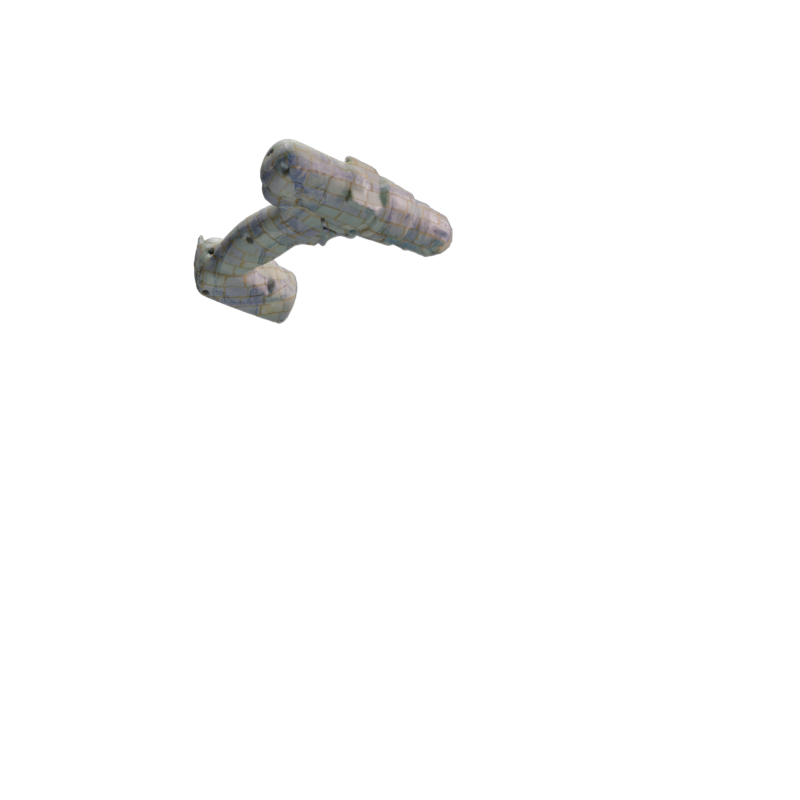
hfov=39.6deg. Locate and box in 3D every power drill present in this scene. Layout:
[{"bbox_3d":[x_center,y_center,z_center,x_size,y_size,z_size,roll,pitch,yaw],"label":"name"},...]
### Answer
[{"bbox_3d":[-0.074,-0.135,0.947,0.174,0.061,0.185,23,-40,-31],"label":"power drill"}]
